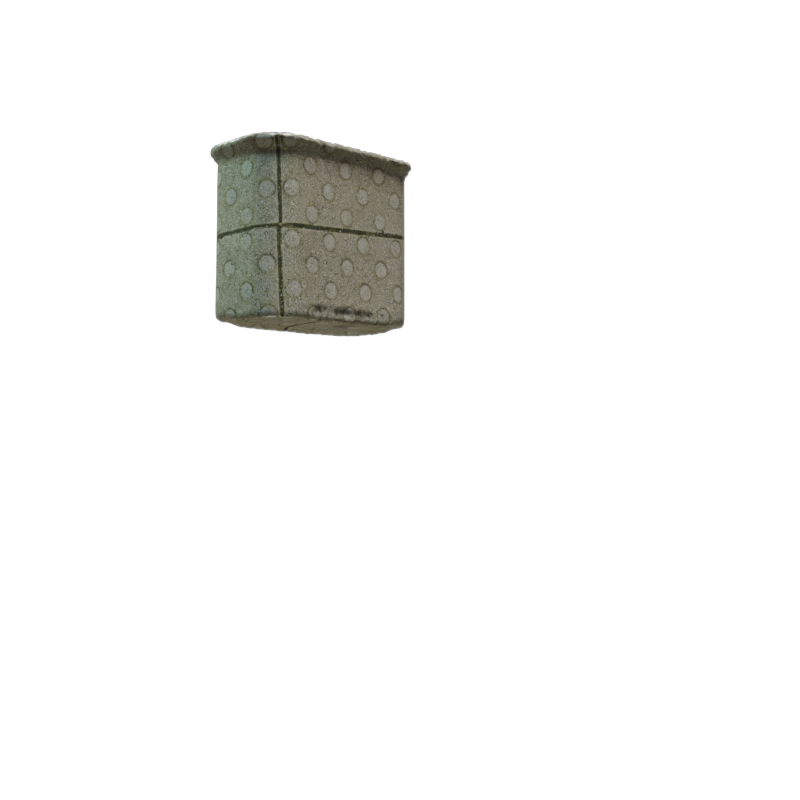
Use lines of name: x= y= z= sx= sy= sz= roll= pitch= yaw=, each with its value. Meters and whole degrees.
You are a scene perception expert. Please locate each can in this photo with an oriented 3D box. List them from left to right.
can: x=-0.042 y=-0.076 z=0.536 sx=0.059 sy=0.086 sz=0.097 roll=-8 pitch=-9 yaw=44
